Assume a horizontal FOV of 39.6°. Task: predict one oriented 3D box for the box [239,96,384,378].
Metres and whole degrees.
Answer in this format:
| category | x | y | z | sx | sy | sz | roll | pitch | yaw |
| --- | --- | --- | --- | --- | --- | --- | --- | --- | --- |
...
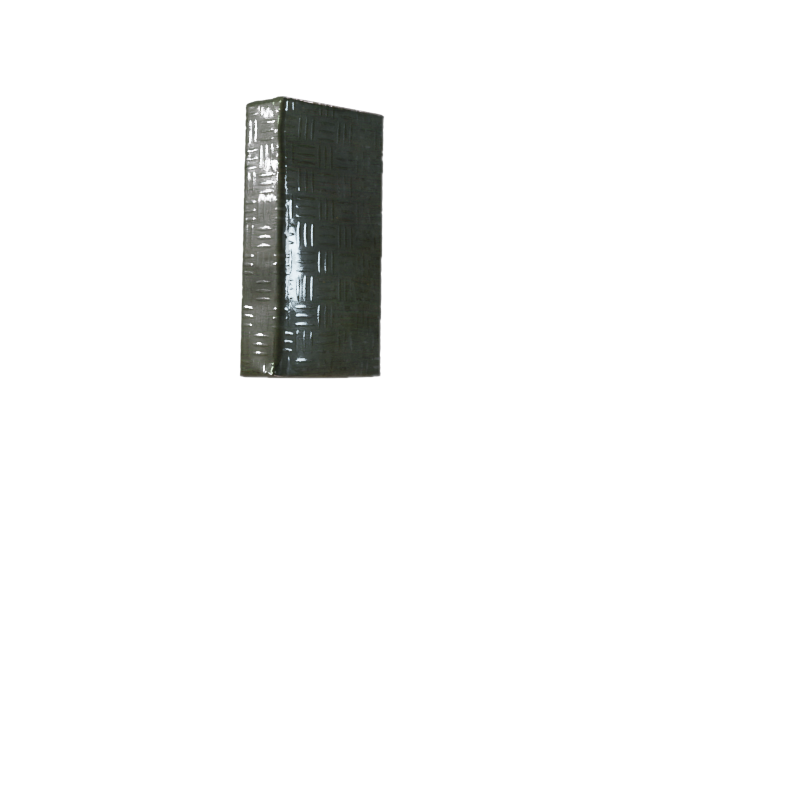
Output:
| category | x | y | z | sx | sy | sz | roll | pitch | yaw |
| --- | --- | --- | --- | --- | --- | --- | --- | --- | --- |
| box | -0.057 | -0.103 | 0.723 | 0.089 | 0.179 | 0.050 | 4 | -6 | -44 |
